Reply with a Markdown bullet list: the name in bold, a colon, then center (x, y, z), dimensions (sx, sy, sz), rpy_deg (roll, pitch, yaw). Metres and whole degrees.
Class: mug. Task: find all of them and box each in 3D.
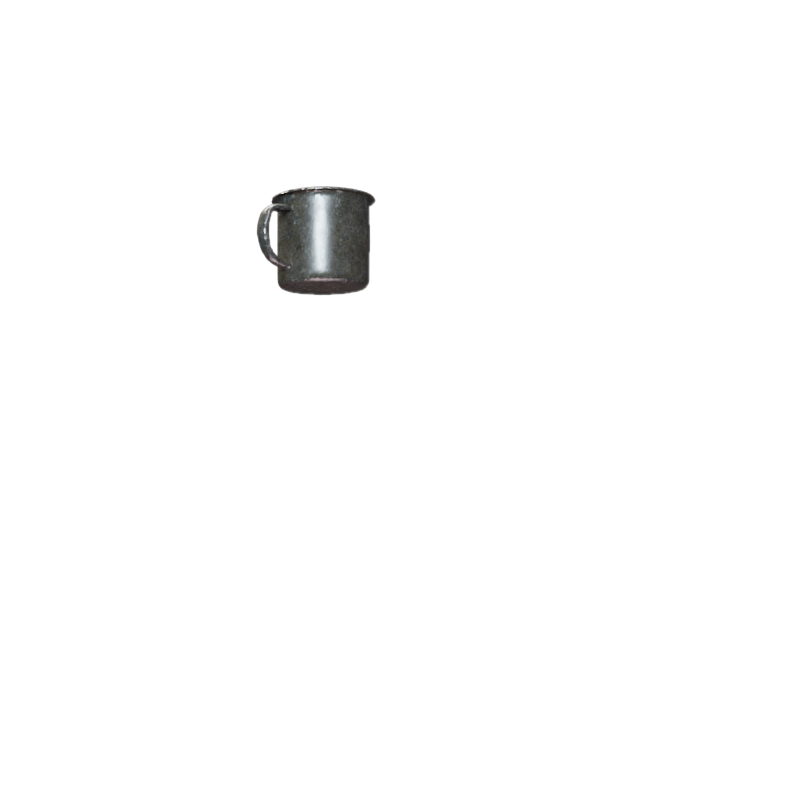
- **mug**: center (-0.077, -0.140, 0.977), dimensions (0.111, 0.084, 0.096), rpy_deg (6, -10, -44)
